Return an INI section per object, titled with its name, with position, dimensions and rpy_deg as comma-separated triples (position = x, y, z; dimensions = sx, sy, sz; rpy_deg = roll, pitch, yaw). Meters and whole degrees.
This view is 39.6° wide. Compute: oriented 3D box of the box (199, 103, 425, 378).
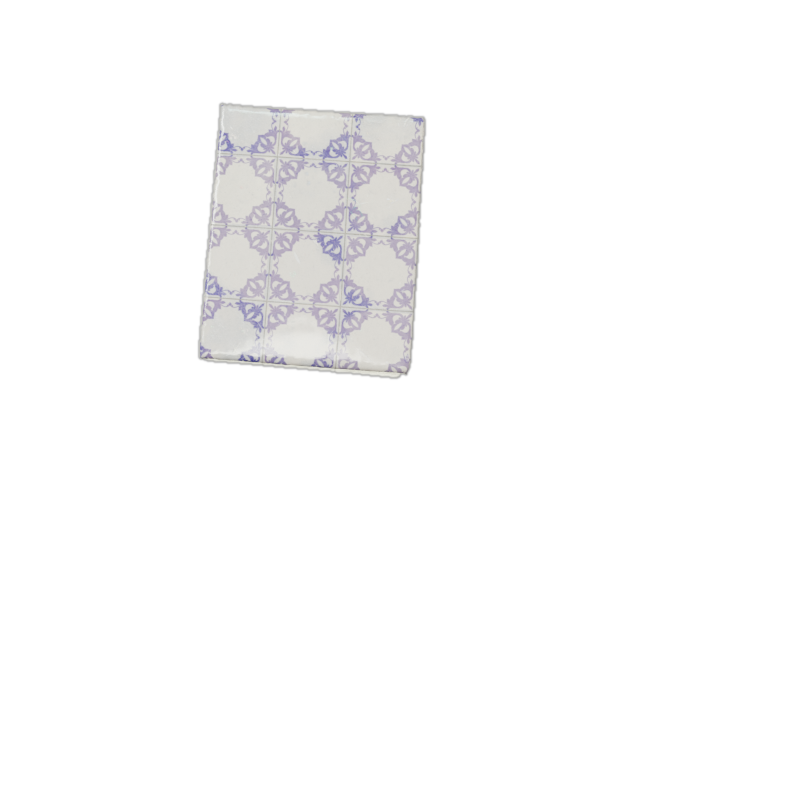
[box]
position = -0.038, -0.069, 0.487
dimensions = 0.090, 0.115, 0.038
rpy_deg = 4, -7, 0
